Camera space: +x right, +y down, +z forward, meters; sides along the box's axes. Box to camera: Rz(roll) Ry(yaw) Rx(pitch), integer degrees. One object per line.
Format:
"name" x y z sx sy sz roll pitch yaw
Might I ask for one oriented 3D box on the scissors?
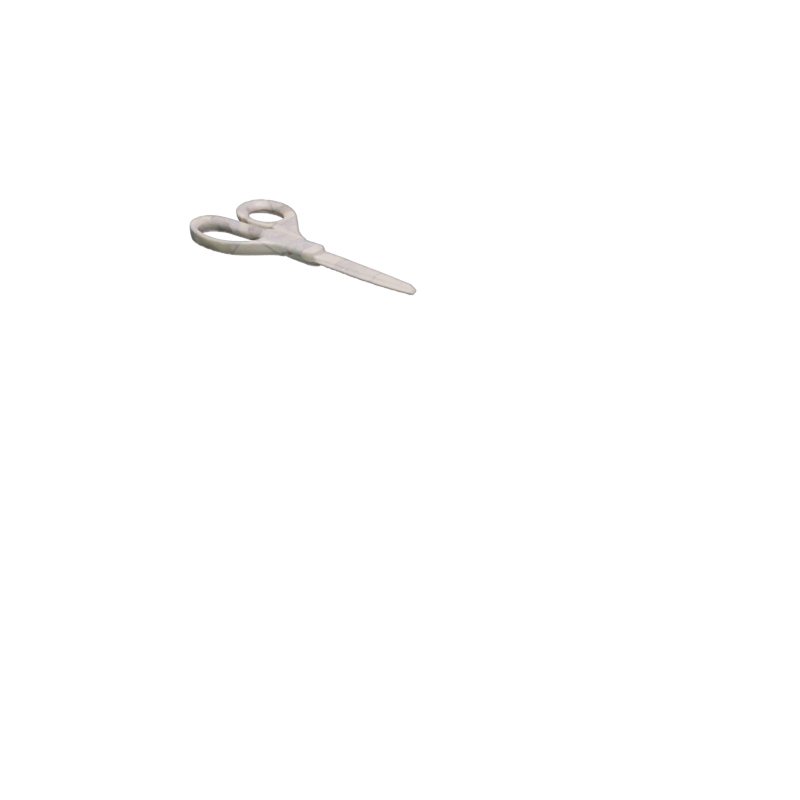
"scissors" -0.068 -0.124 0.871 0.209 0.015 0.099 13 35 20
